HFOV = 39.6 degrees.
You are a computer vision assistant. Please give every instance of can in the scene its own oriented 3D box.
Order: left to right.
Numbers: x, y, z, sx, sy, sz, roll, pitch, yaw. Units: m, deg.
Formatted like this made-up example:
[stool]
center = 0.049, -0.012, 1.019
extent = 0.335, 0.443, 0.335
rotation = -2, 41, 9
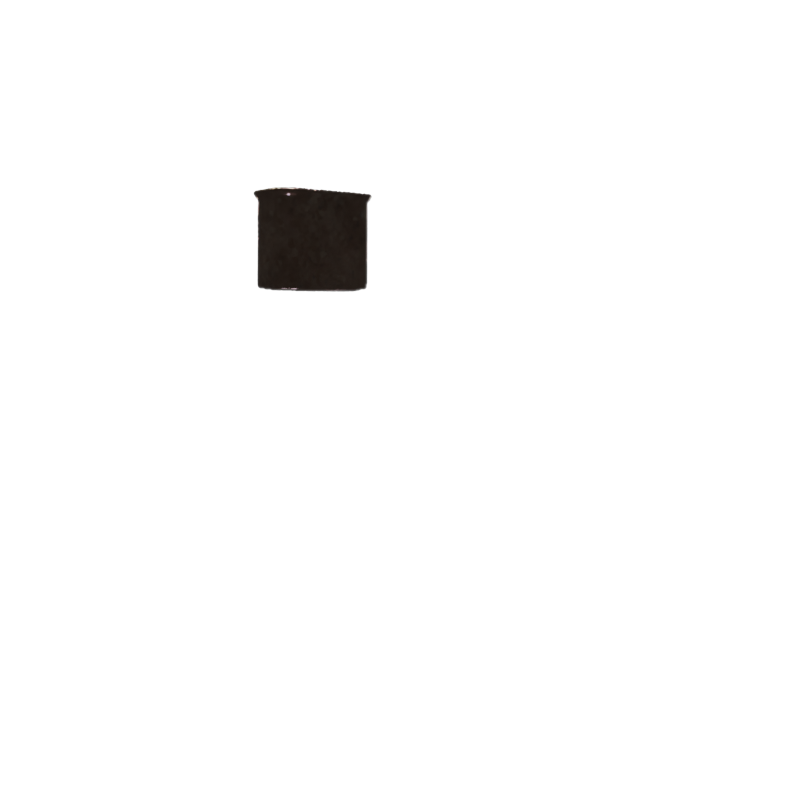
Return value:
[can]
center = -0.074, -0.135, 0.948
extent = 0.098, 0.084, 0.059
rotation = -1, -1, -38
